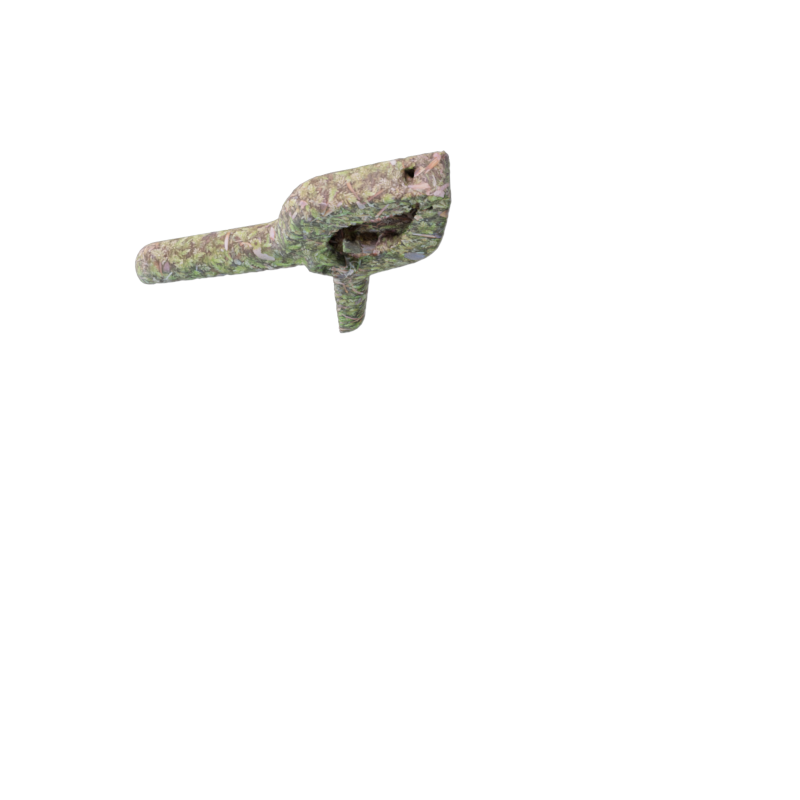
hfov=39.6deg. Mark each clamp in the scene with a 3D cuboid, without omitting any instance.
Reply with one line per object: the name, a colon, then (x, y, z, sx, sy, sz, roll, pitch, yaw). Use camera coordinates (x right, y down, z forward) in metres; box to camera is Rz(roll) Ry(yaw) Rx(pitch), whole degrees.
clamp: (-0.050, -0.092, 0.644, 0.158, 0.038, 0.208, 10, -20, -28)
